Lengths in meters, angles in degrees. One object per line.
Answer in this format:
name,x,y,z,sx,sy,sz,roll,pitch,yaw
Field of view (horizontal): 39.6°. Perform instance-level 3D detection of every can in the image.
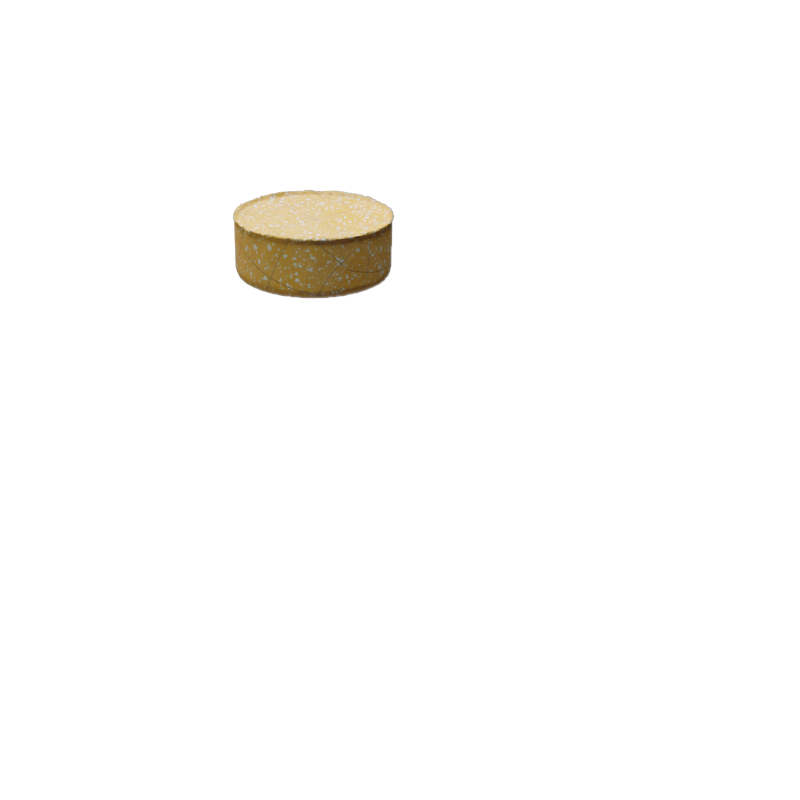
can,-0.047,-0.085,0.596,0.086,0.032,0.090,-1,25,-2
